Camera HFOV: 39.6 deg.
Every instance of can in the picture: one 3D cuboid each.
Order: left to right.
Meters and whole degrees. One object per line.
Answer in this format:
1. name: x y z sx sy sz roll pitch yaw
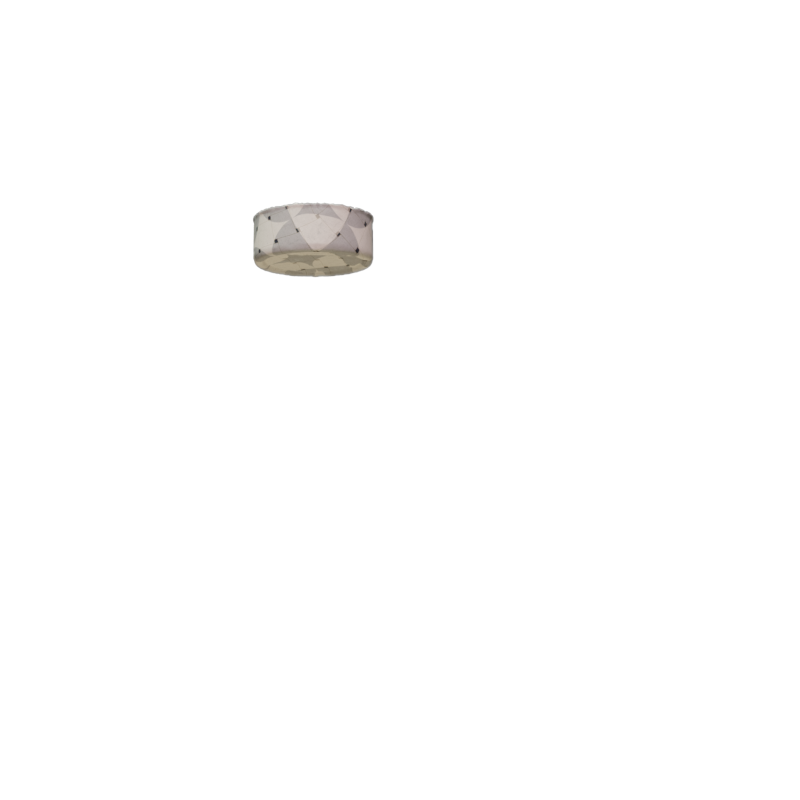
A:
1. can: -0.061 -0.112 0.783 0.086 0.034 0.084 0 -8 -2
